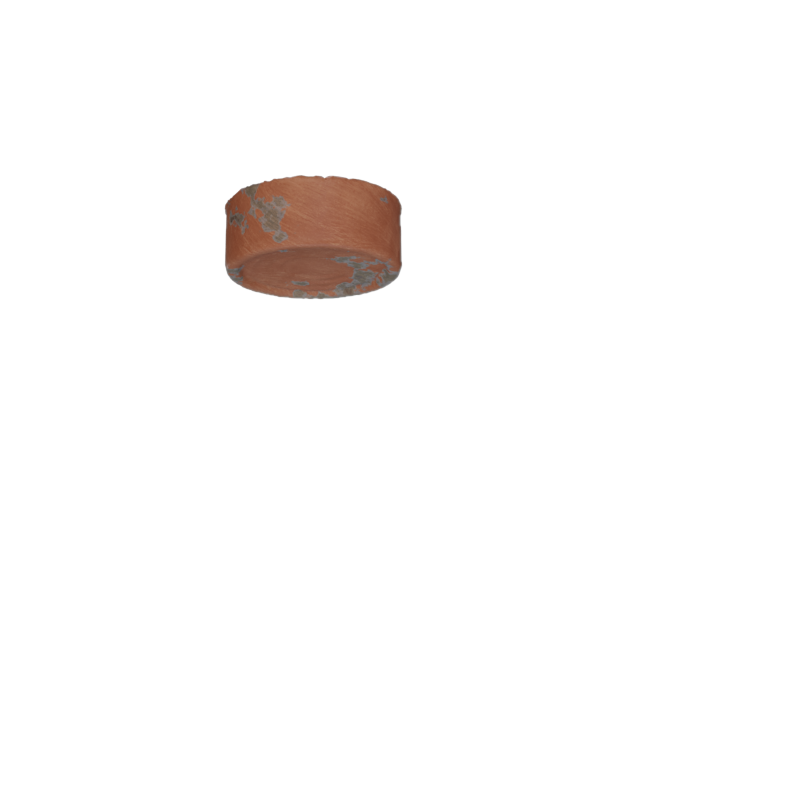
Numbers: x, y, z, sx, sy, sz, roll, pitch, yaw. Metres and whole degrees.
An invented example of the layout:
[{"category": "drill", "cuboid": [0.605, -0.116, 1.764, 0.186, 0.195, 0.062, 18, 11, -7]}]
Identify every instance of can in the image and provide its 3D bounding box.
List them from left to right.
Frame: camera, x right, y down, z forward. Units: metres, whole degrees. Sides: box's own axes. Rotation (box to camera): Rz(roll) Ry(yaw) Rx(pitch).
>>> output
[{"category": "can", "cuboid": [-0.042, -0.076, 0.532, 0.086, 0.035, 0.083, 0, -14, -2]}]
